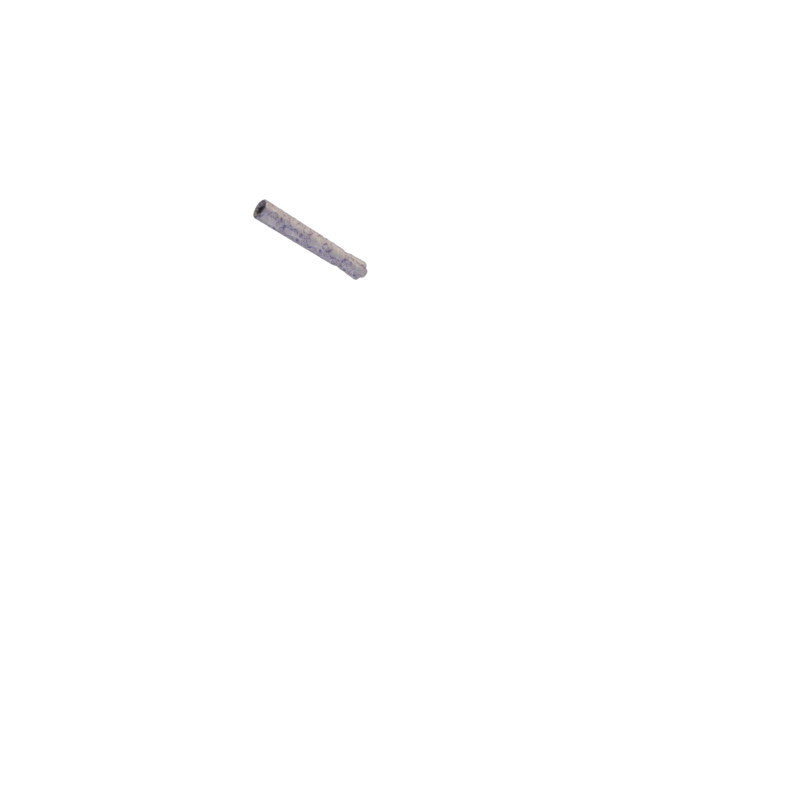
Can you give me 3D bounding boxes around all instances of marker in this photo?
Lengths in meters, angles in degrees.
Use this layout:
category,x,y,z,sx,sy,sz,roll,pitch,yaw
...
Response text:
category,x,y,z,sx,sy,sz,roll,pitch,yaw
marker,-0.076,-0.139,0.976,0.114,0.020,0.020,29,-12,-27
